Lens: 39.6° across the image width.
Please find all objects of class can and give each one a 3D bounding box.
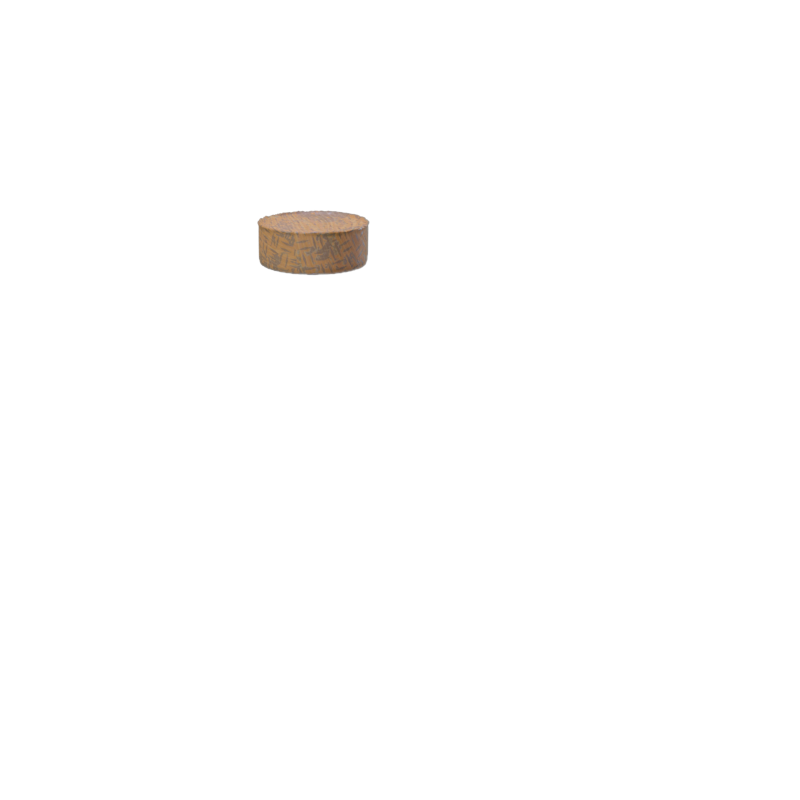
[{"bbox_3d":[-0.067,-0.122,0.854,0.086,0.032,0.089,-1,19,-2],"label":"can"}]
